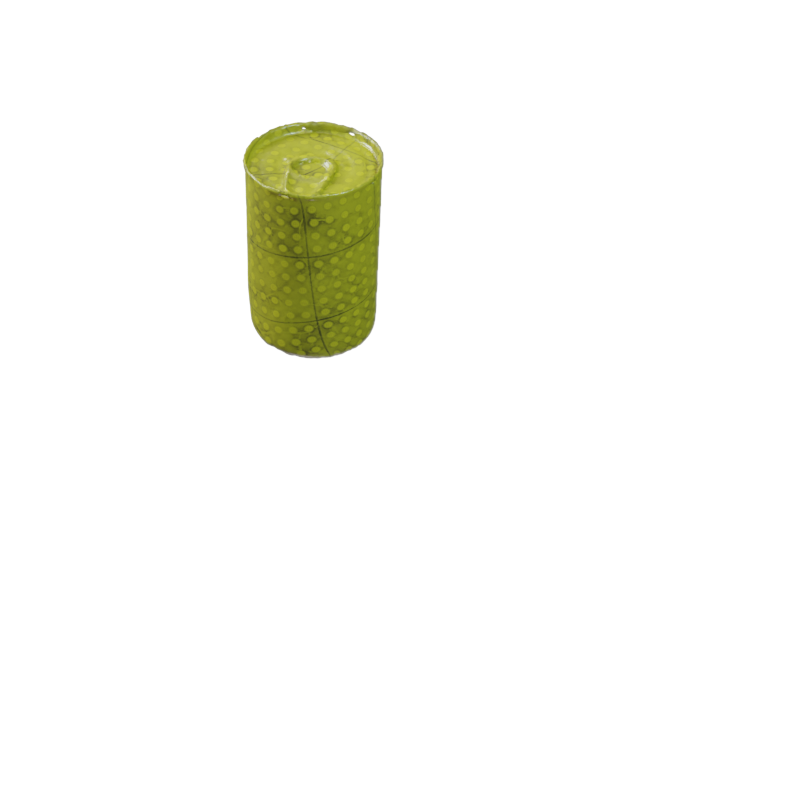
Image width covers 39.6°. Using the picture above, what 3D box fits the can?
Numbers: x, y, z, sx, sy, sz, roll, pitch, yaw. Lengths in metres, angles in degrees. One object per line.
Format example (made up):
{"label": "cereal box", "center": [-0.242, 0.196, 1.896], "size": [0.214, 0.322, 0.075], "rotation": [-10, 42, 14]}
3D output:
{"label": "can", "center": [-0.044, -0.080, 0.563], "size": [0.068, 0.095, 0.073], "rotation": [0, 40, -3]}
